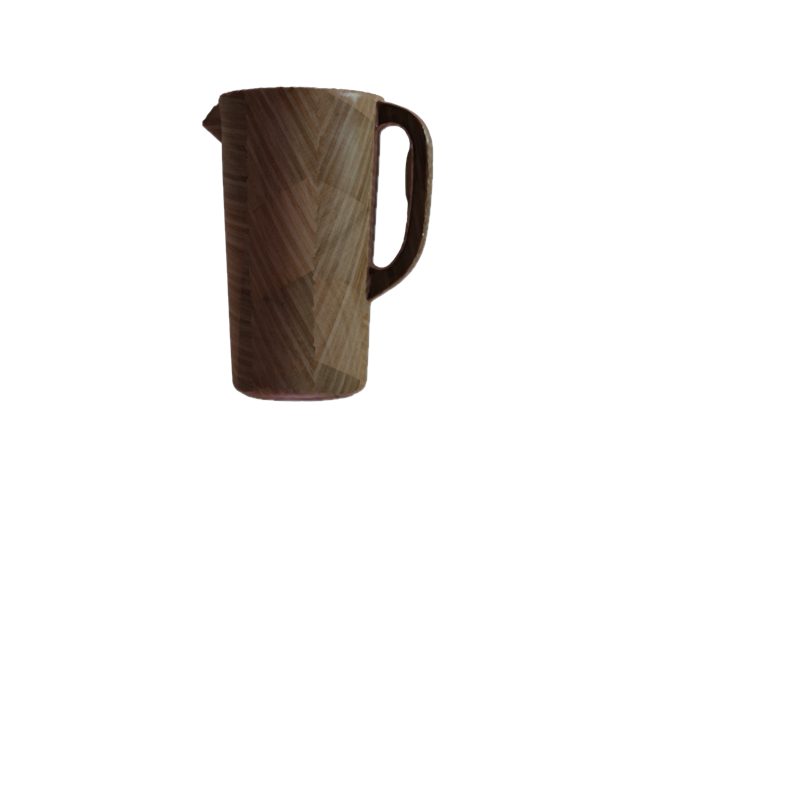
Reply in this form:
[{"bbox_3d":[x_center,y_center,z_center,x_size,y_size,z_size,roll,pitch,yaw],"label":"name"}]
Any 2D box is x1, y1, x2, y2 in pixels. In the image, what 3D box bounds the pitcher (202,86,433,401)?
[{"bbox_3d":[-0.069,-0.126,0.880,0.140,0.243,0.155,-1,3,-32],"label":"pitcher"}]
